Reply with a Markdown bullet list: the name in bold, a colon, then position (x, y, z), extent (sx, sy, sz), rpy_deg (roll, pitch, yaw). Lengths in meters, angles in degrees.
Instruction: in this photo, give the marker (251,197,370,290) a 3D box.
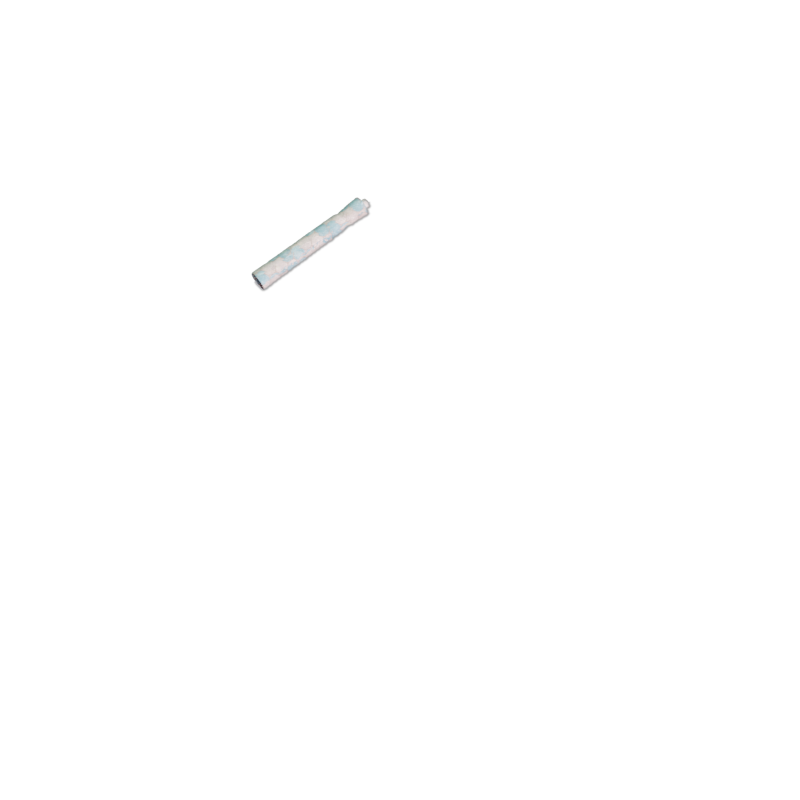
- **marker**: position (-0.075, -0.137, 0.960), extent (0.121, 0.019, 0.020), rpy_deg (-38, 15, -14)
